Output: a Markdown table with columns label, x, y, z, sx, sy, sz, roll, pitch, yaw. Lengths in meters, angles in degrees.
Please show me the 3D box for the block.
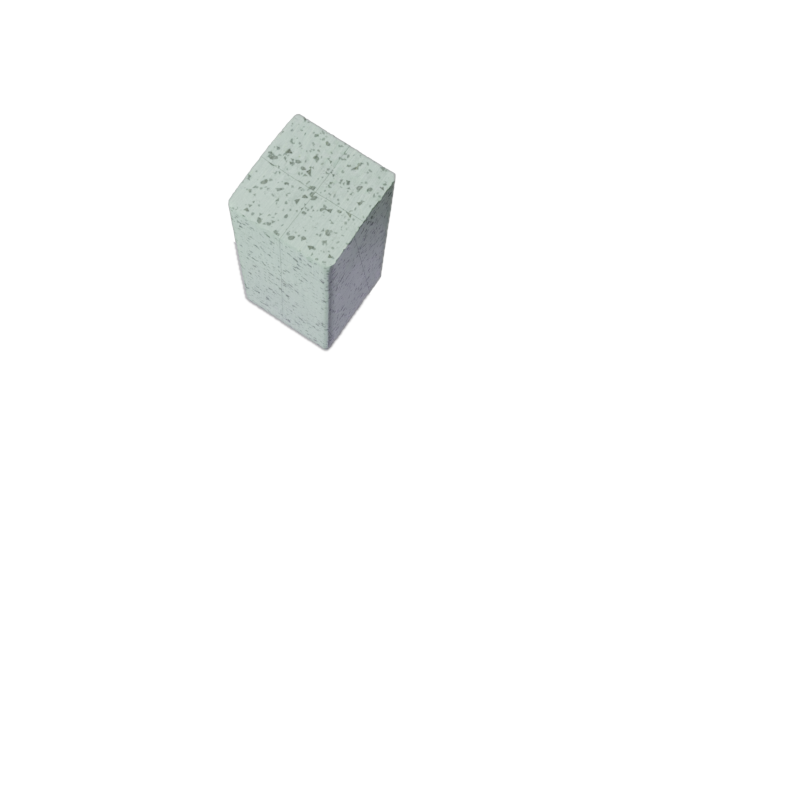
| label | x | y | z | sx | sy | sz | roll | pitch | yaw |
| --- | --- | --- | --- | --- | --- | --- | --- | --- | --- |
| block | -0.069 | -0.125 | 0.876 | 0.093 | 0.092 | 0.198 | 33 | -15 | 6 |
